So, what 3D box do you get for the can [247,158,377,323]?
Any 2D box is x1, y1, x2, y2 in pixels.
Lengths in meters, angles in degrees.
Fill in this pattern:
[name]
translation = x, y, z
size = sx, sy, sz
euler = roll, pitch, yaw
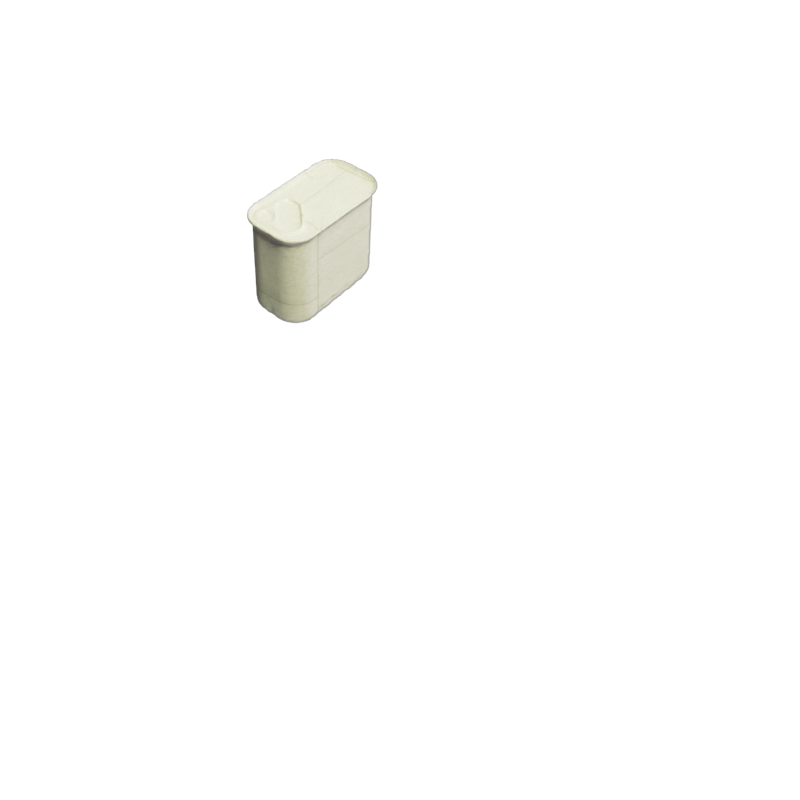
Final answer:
[can]
translation = -0.065, -0.119, 0.833
size = 0.061, 0.078, 0.103
euler = 30, 50, 26
